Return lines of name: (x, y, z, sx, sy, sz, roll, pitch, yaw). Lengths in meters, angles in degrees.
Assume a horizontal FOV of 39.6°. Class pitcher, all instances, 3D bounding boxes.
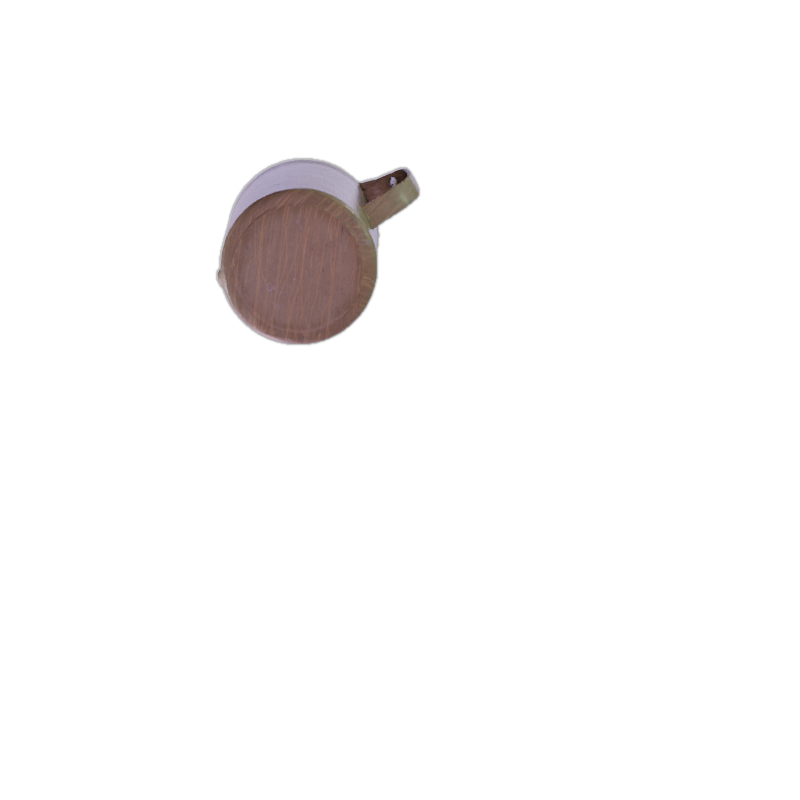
pitcher: (-0.068, -0.123, 0.863, 0.144, 0.147, 0.249, 16, 11, -7)
